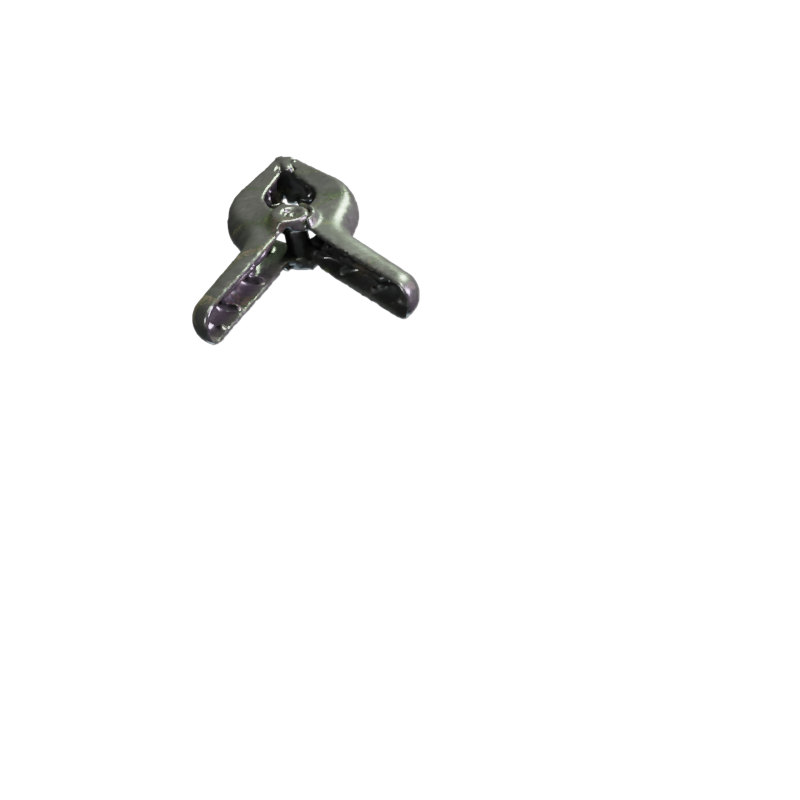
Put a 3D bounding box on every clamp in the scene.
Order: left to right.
[{"bbox_3d":[-0.050,-0.092,0.644,0.120,0.037,0.183,1,40,1],"label":"clamp"}]
